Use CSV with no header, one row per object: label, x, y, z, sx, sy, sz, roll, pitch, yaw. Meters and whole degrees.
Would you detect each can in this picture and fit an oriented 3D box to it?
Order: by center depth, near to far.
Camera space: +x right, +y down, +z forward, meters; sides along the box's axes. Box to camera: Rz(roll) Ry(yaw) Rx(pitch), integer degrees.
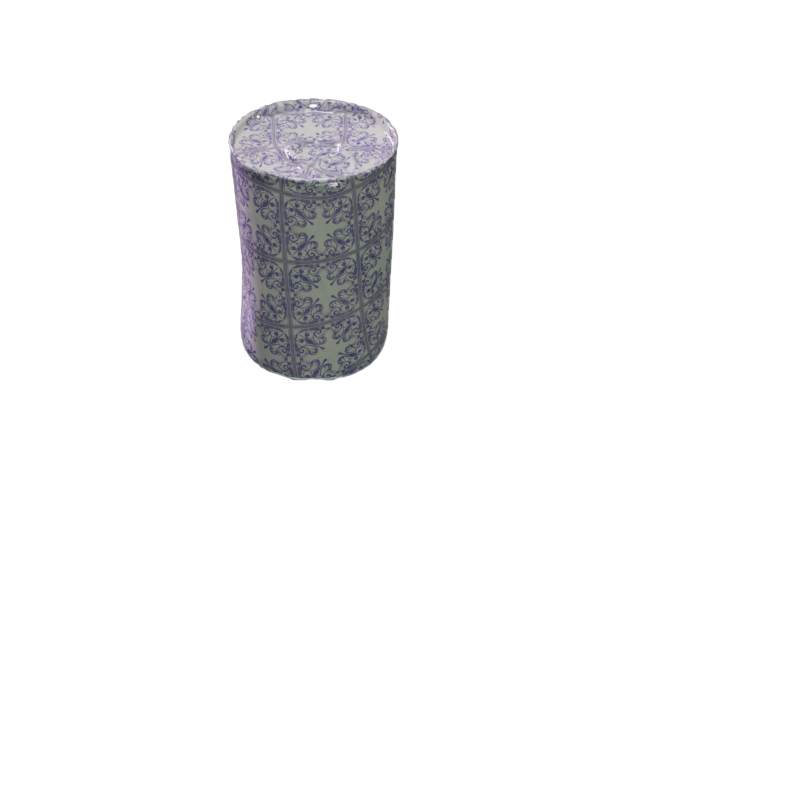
can,-0.037,-0.067,0.470,0.068,0.096,0.073,0,37,-3
